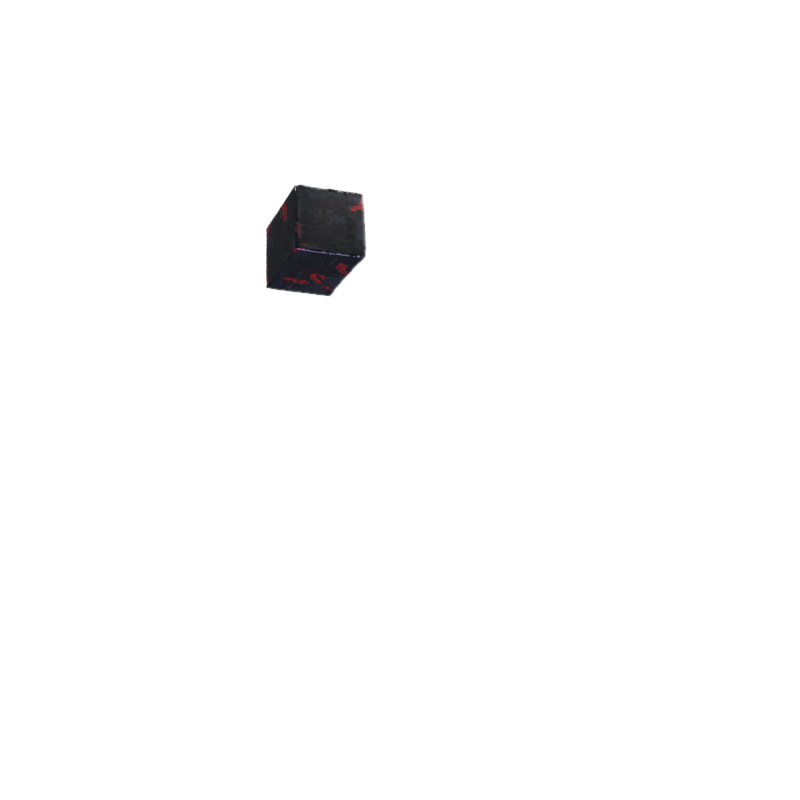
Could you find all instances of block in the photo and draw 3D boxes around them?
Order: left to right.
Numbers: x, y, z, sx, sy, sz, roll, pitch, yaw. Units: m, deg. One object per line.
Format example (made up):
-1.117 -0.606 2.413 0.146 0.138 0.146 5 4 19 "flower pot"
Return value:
-0.063 -0.114 0.801 0.051 0.054 0.076 7 -21 -21 "block"
